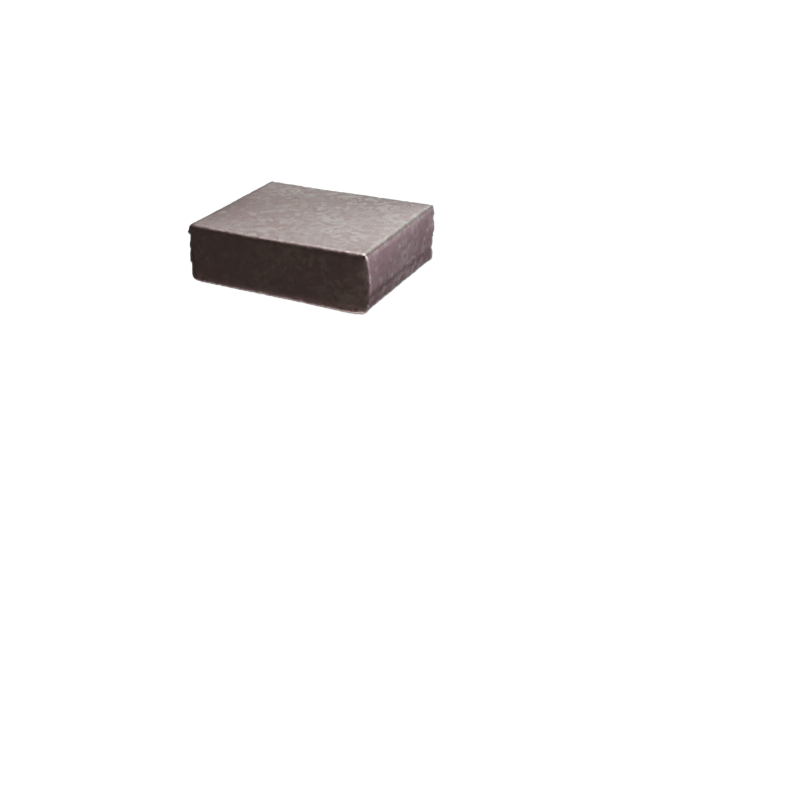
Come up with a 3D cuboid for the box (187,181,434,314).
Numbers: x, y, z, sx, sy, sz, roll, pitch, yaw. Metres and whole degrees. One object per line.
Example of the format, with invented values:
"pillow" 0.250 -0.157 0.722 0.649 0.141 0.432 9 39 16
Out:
"box" -0.049 -0.090 0.629 0.118 0.037 0.091 14 31 24
